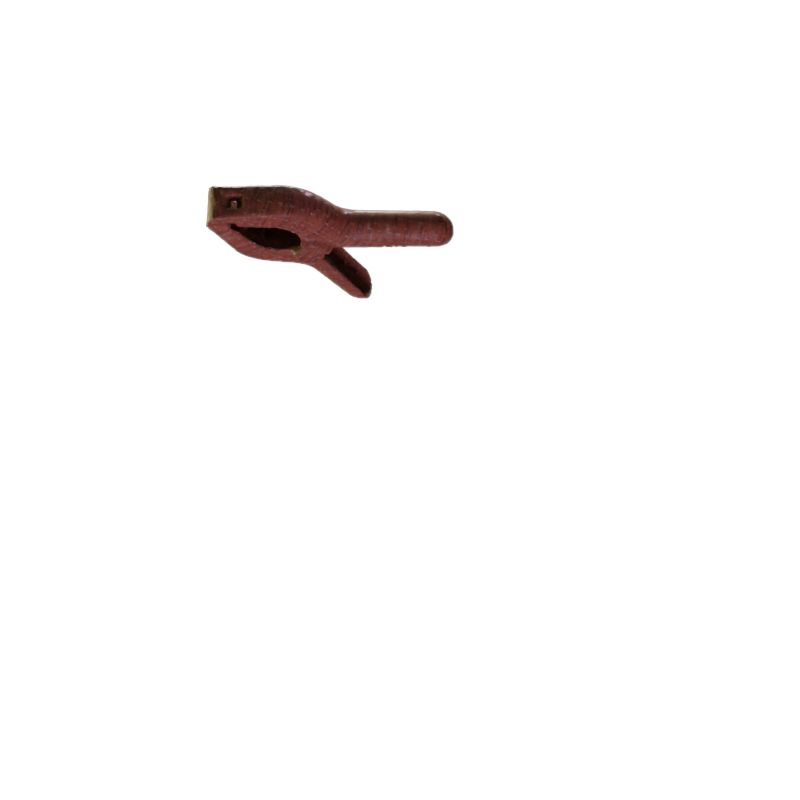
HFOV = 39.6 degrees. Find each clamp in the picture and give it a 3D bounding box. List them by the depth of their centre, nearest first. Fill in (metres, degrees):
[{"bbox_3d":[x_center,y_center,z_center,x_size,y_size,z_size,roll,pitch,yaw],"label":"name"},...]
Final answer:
[{"bbox_3d":[-0.062,-0.113,0.792,0.166,0.042,0.116,11,-31,-19],"label":"clamp"}]
